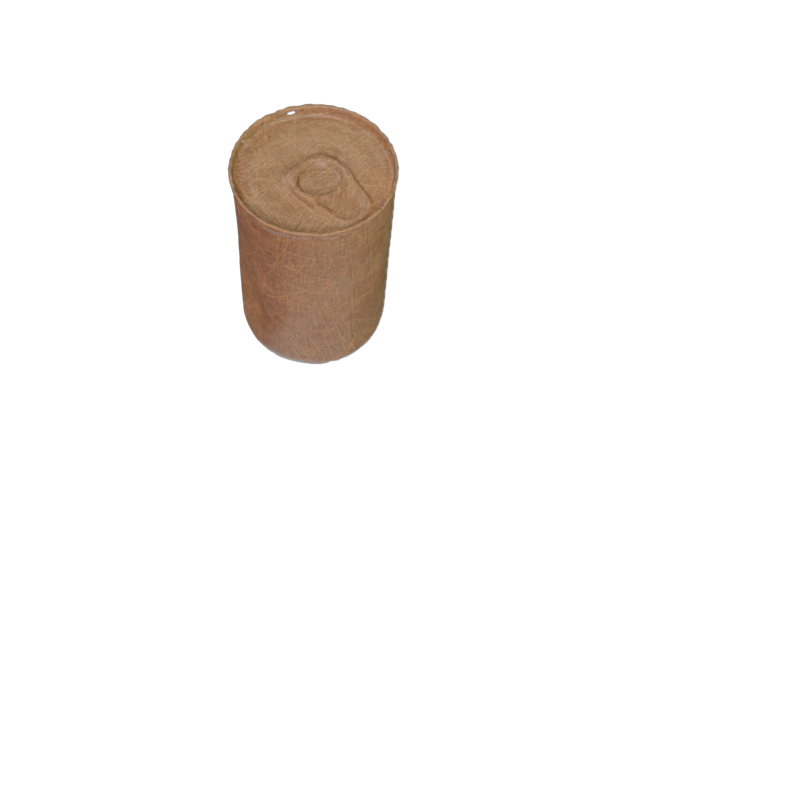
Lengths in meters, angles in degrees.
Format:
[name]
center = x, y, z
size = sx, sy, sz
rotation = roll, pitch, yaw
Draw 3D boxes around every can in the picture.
[can]
center = -0.038, -0.069, 0.480
size = 0.068, 0.073, 0.096
rotation = 0, -32, -3
